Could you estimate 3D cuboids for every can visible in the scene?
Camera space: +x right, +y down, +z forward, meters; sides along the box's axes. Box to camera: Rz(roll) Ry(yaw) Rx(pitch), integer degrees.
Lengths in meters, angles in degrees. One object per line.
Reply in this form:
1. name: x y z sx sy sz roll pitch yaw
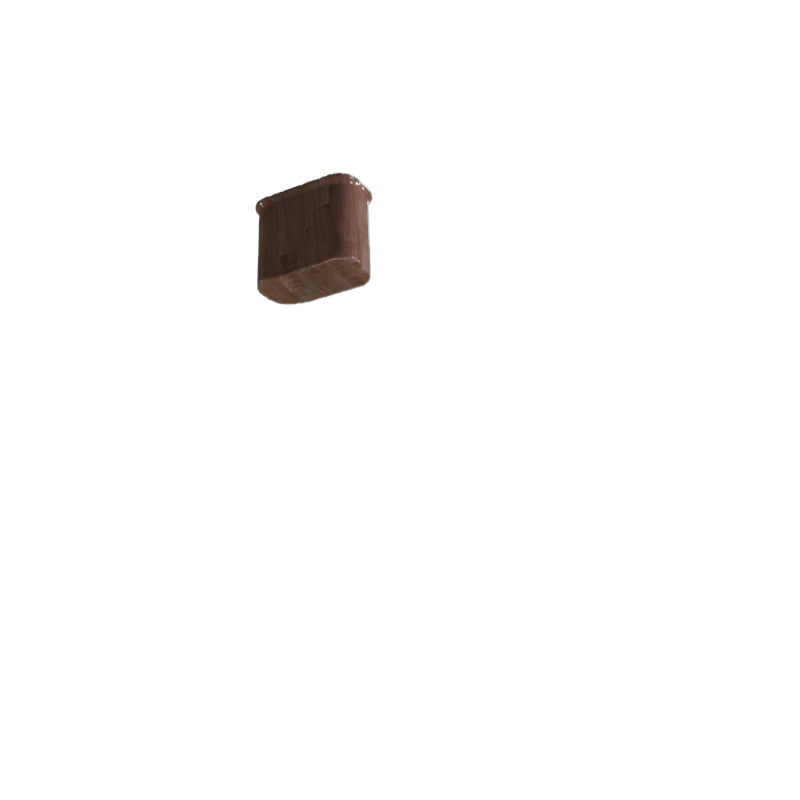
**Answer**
1. can: -0.074 -0.135 0.946 0.103 0.089 0.053 -16 -32 25
